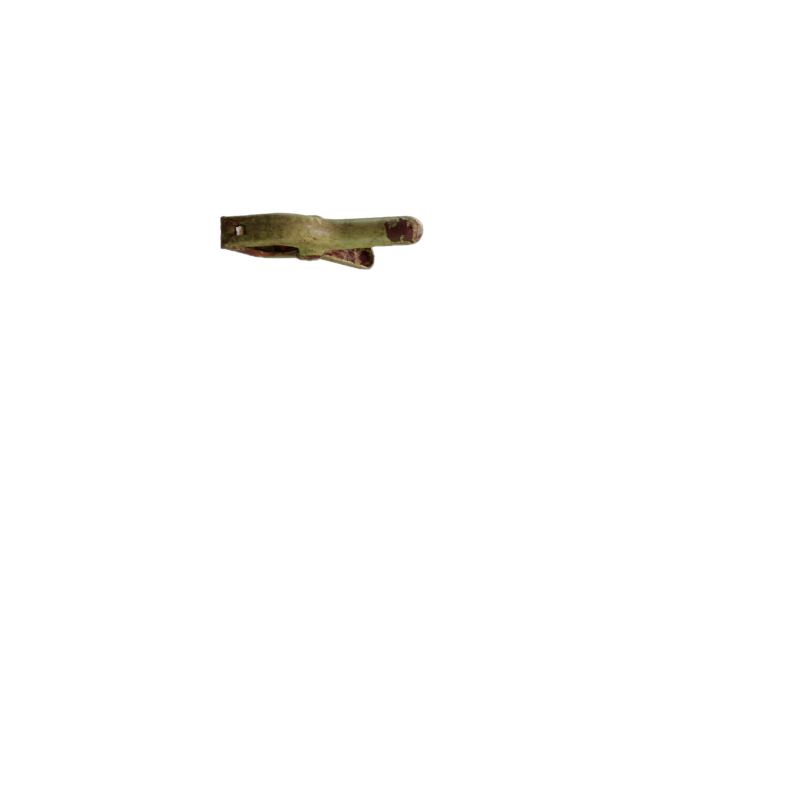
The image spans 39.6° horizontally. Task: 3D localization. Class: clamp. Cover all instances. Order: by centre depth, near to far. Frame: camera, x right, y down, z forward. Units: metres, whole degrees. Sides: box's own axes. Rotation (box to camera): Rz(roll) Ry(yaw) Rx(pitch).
[{"bbox_3d":[-0.077,-0.140,0.979,0.169,0.041,0.117,3,-14,-12],"label":"clamp"}]
